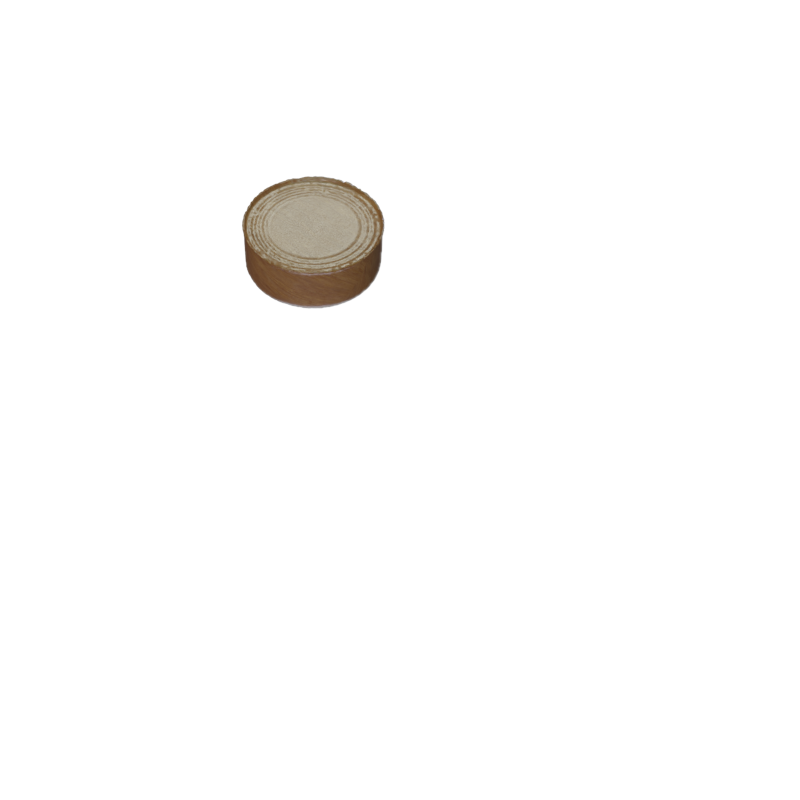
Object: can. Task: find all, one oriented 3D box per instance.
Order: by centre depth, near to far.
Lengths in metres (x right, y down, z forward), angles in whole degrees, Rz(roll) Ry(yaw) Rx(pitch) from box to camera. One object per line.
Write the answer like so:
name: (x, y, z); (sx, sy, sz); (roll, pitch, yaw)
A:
can: (-0.053, -0.097, 0.679); (0.086, 0.092, 0.031); (-1, -42, -1)
